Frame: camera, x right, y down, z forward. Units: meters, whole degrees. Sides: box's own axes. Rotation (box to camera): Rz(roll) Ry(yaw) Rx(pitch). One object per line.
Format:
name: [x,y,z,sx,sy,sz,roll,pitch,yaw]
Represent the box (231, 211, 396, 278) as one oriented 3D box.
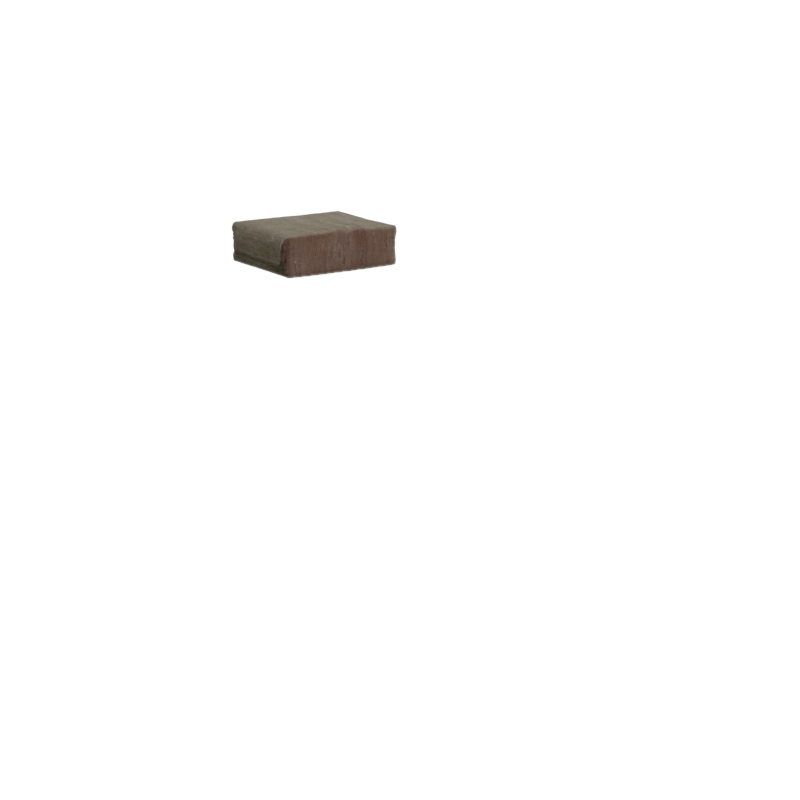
box: [-0.059,-0.107,0.750,0.087,0.029,0.077,-11,20,-32]
